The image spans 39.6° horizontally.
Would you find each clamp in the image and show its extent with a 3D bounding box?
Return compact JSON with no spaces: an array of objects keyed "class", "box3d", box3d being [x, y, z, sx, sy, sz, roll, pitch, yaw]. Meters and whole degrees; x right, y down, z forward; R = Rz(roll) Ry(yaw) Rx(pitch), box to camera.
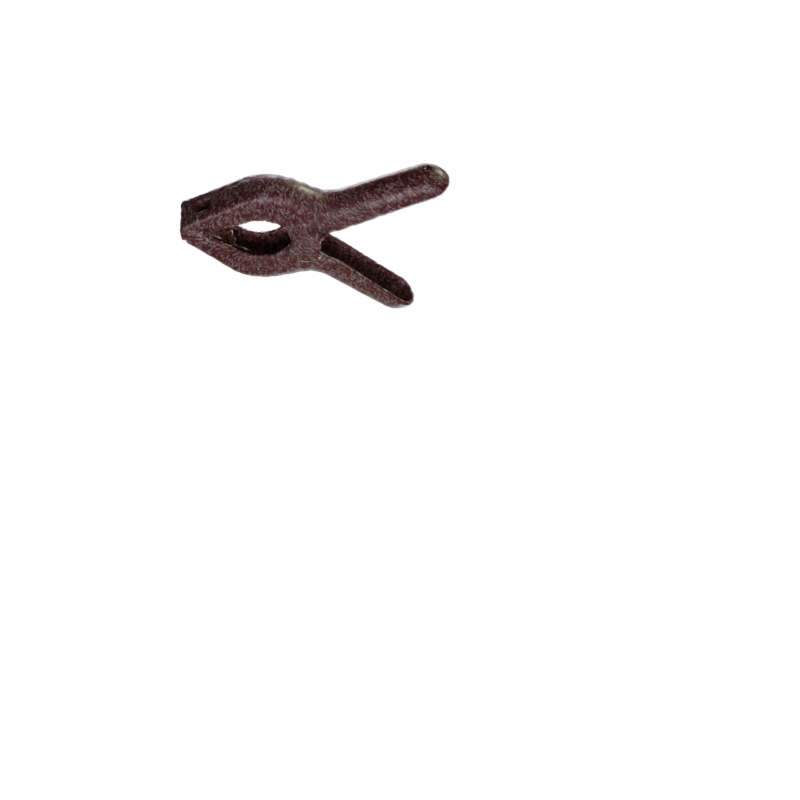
[{"class":"clamp","box3d":[-0.057,-0.104,0.729,0.171,0.112,0.042,0,41,-1]}]
